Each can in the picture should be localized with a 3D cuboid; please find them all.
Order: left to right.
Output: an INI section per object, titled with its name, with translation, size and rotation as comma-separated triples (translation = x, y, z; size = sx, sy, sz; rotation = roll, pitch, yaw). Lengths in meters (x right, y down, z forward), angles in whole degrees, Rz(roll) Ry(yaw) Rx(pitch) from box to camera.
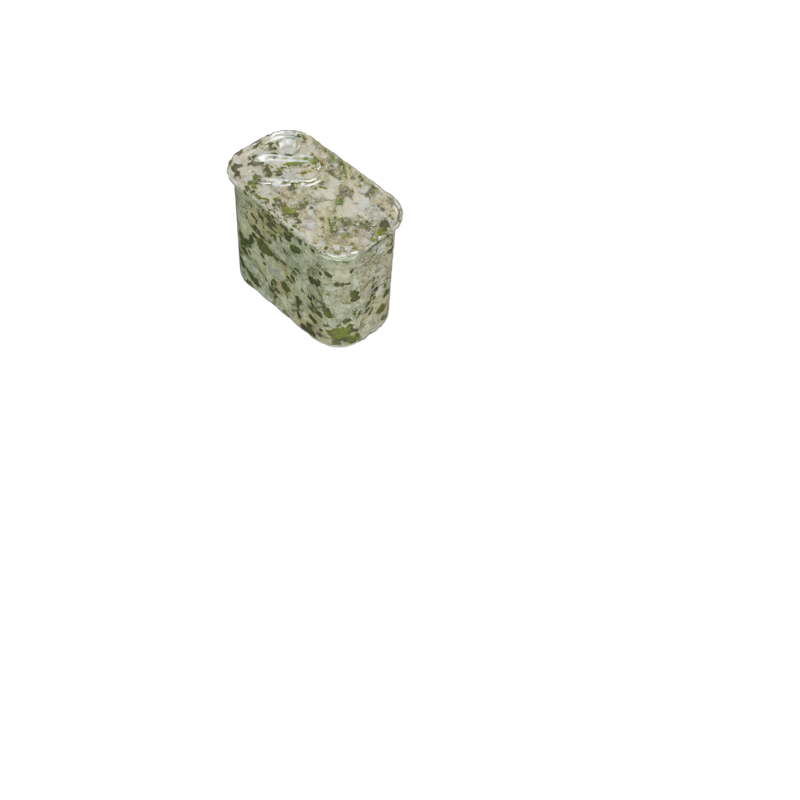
[can]
translation = -0.049, -0.089, 0.626
size = 0.058, 0.078, 0.109
rotation = -35, 59, -27
